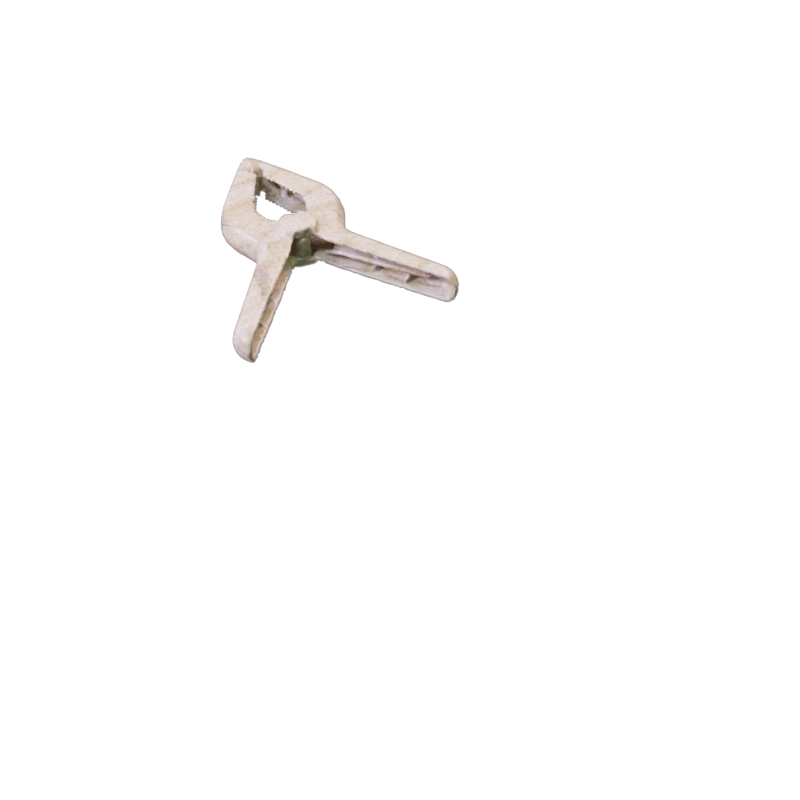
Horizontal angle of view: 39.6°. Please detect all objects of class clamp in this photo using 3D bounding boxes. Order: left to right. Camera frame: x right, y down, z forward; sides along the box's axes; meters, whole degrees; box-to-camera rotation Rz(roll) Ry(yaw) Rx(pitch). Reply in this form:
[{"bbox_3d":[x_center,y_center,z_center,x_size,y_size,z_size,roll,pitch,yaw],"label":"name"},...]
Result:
[{"bbox_3d":[-0.064,-0.116,0.816,0.163,0.034,0.228,-13,43,-14],"label":"clamp"}]
